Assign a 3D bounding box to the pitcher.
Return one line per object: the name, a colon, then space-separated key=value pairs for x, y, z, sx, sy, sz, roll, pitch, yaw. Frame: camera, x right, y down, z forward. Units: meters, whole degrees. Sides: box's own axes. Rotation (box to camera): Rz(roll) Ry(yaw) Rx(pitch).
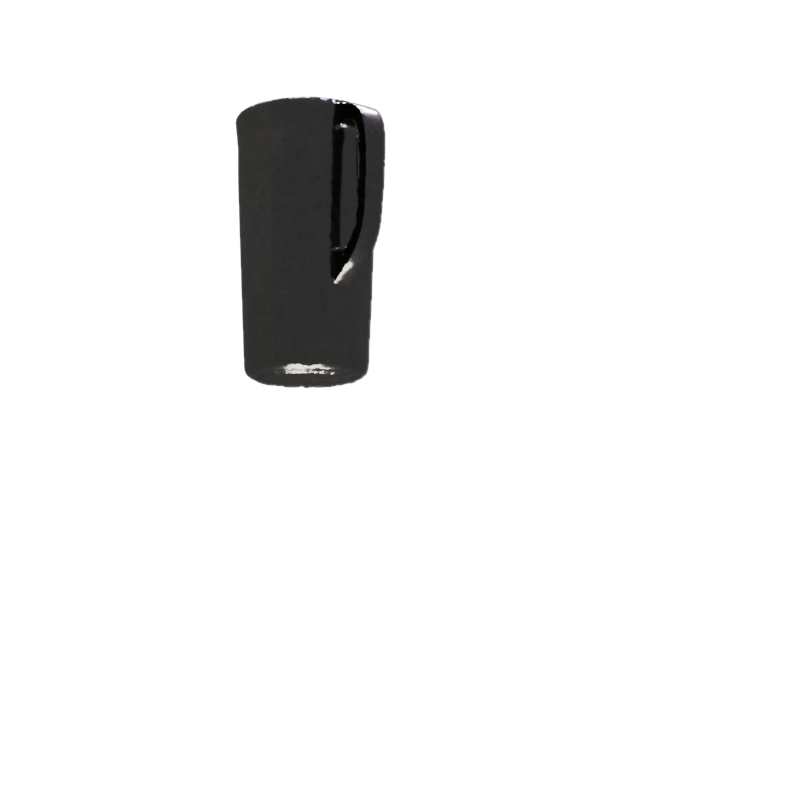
pitcher: x=-0.076 y=-0.139 z=0.976 sx=0.146 sy=0.252 sz=0.143 roll=-3 pitch=-13 yaw=8
